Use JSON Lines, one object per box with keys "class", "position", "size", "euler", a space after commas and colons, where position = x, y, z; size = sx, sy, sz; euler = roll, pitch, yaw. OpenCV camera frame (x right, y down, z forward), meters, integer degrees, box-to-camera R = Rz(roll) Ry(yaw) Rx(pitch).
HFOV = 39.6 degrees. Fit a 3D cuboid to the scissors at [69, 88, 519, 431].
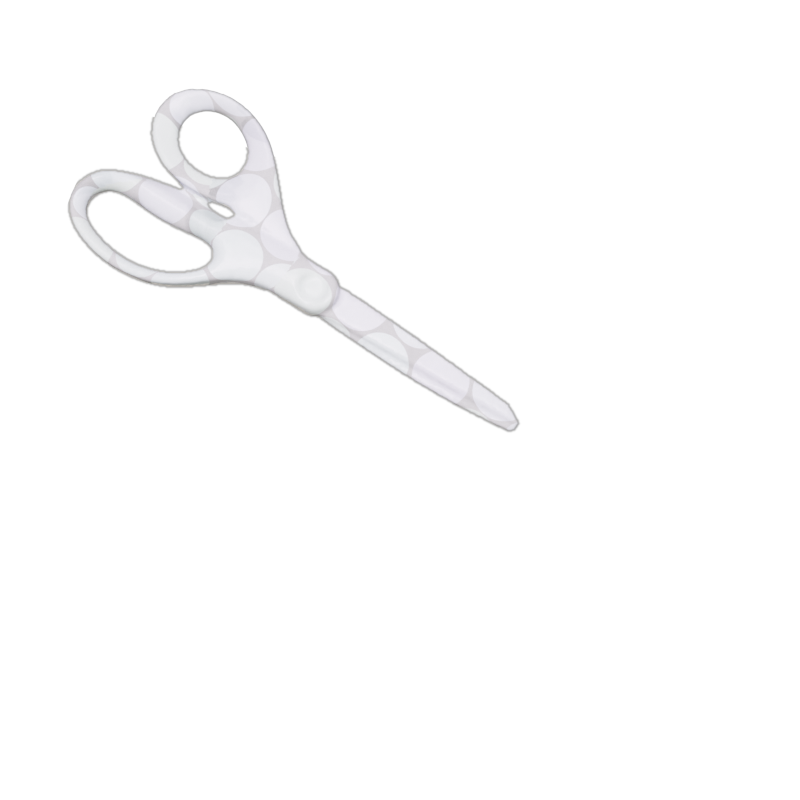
{"class": "scissors", "position": [-0.036, -0.065, 0.458], "size": [0.204, 0.099, 0.015], "euler": [19, -14, 5]}
